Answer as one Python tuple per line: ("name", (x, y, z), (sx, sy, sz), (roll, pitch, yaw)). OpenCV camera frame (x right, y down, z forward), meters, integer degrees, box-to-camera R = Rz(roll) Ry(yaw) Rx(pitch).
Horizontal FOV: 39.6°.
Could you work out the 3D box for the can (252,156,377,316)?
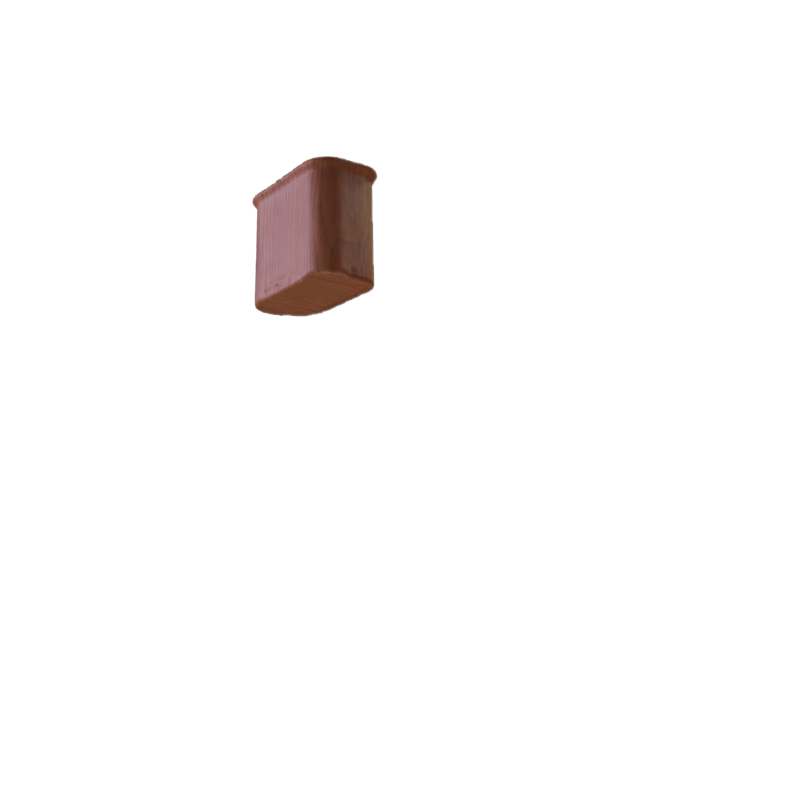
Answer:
("can", (-0.061, -0.111, 0.774), (0.055, 0.088, 0.102), (12, -21, -34))
